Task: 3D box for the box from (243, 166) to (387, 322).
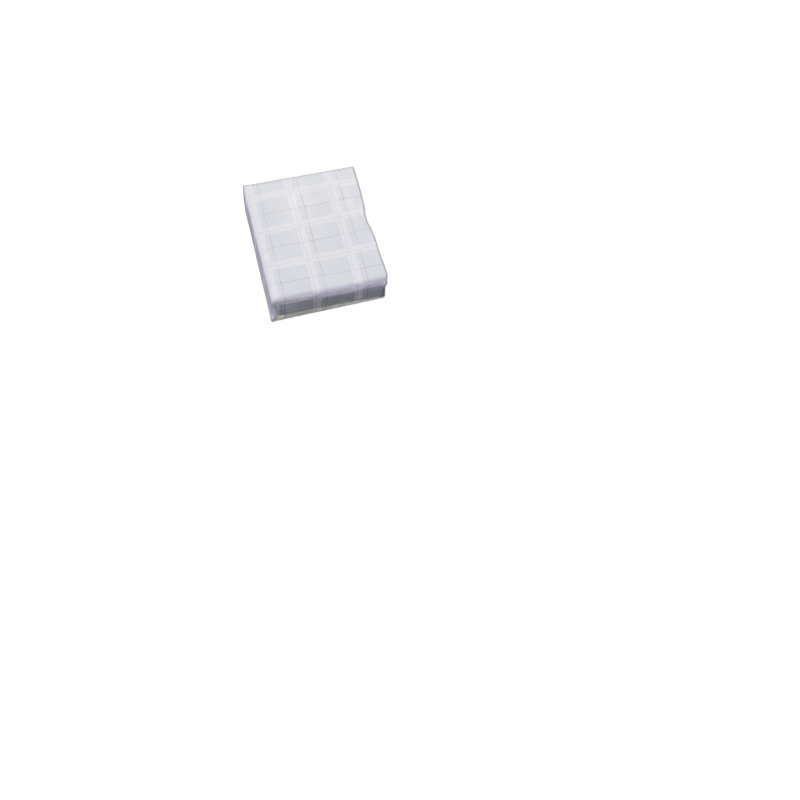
[{"bbox_3d":[-0.054,-0.098,0.690,0.073,0.096,0.028,-12,-30,-7],"label":"box"}]
